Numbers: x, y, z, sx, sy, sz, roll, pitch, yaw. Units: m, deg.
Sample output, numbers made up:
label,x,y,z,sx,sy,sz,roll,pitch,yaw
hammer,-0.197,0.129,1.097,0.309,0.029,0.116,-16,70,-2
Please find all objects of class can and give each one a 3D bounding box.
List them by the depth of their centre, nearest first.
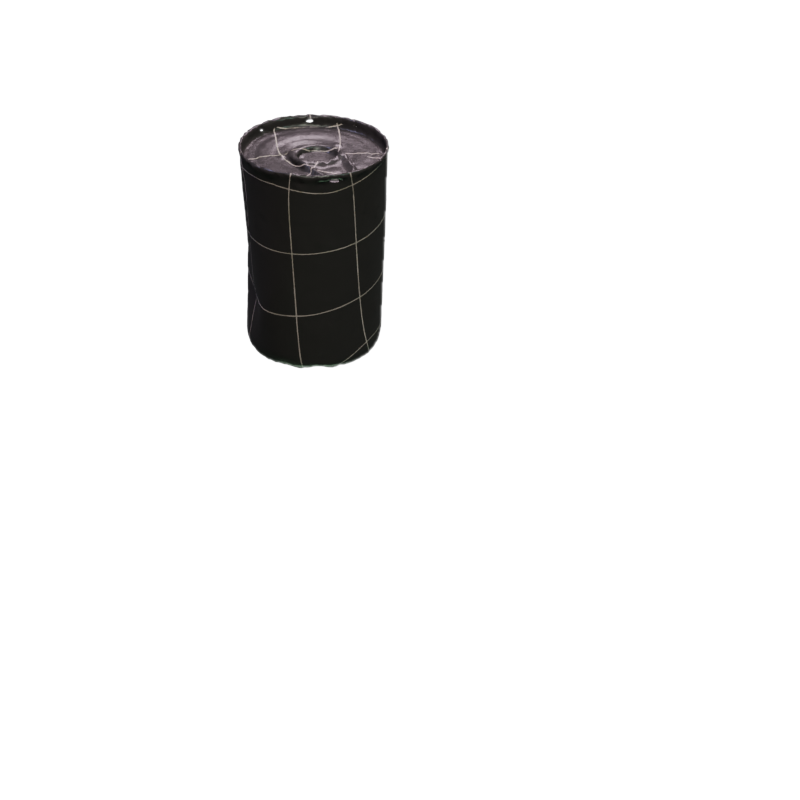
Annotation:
label,x,y,z,sx,sy,sz,roll,pitch,yaw
can,-0.041,-0.075,0.522,0.068,0.096,0.073,0,32,-3
